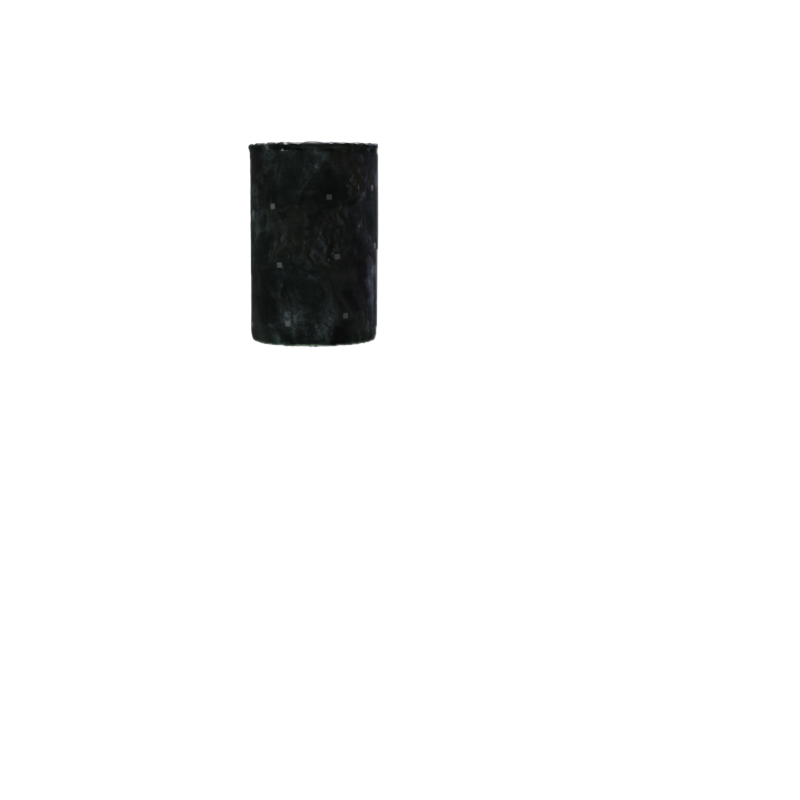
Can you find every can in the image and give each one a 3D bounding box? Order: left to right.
[{"bbox_3d":[-0.045,-0.083,0.580,0.068,0.101,0.069,0,5,-2],"label":"can"}]
